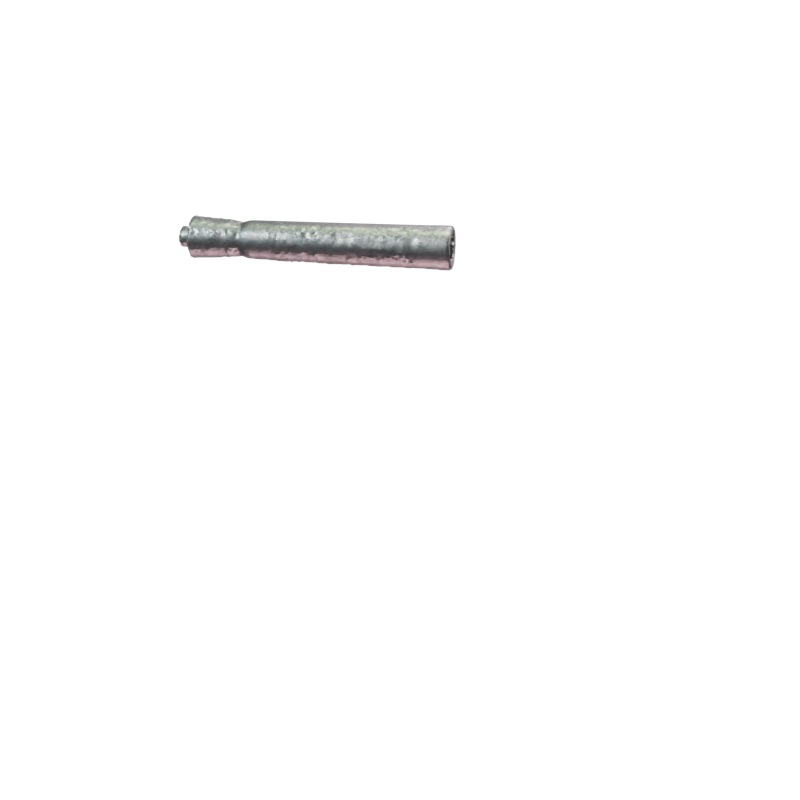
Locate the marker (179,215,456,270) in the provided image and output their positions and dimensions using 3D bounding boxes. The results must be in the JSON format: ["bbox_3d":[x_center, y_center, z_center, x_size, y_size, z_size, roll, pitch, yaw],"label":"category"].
[{"bbox_3d":[-0.037,-0.068,0.479,0.123,0.020,0.019,5,5,15],"label":"marker"}]
